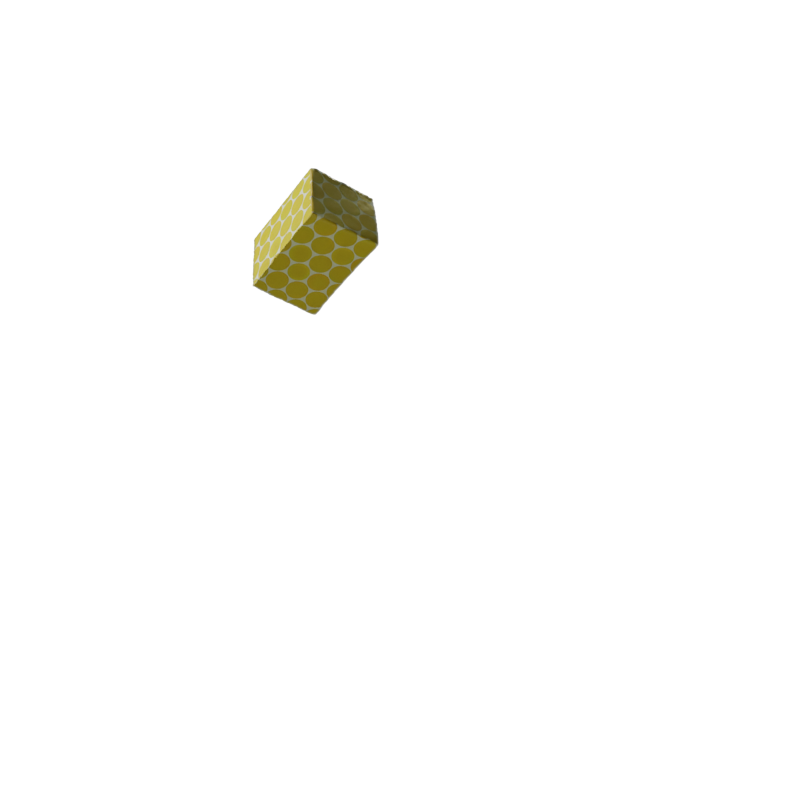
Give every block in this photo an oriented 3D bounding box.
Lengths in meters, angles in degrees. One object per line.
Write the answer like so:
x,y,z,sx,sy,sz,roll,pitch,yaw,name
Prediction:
-0.059,-0.107,0.748,0.050,0.055,0.076,26,-52,-26,block
